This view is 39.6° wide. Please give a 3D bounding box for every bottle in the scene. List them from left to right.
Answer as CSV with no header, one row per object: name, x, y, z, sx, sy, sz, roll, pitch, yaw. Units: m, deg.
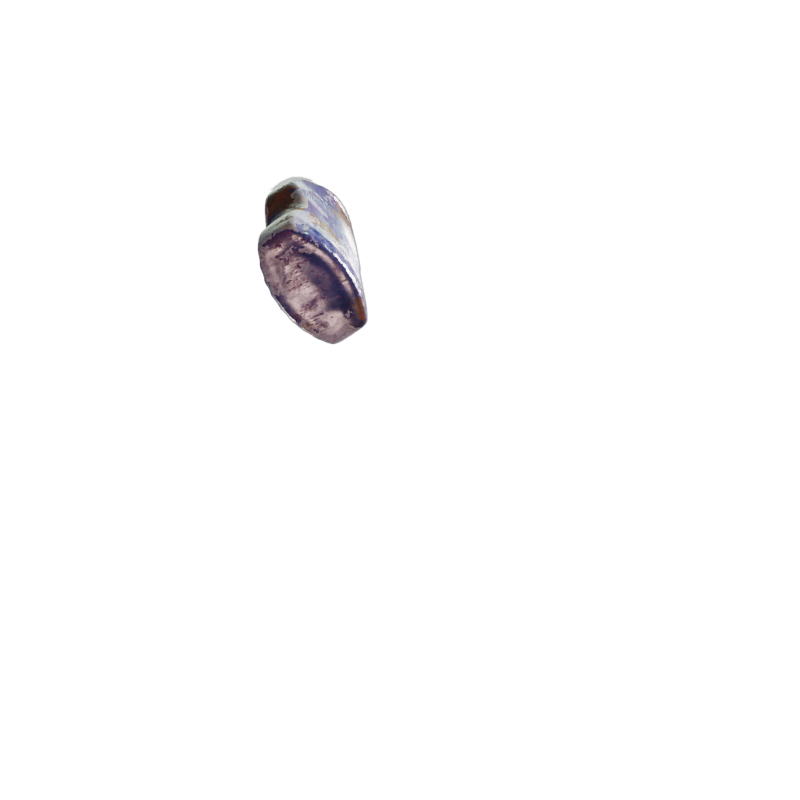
bottle,-0.068,-0.123,0.864,0.058,0.091,0.202,-36,23,13
